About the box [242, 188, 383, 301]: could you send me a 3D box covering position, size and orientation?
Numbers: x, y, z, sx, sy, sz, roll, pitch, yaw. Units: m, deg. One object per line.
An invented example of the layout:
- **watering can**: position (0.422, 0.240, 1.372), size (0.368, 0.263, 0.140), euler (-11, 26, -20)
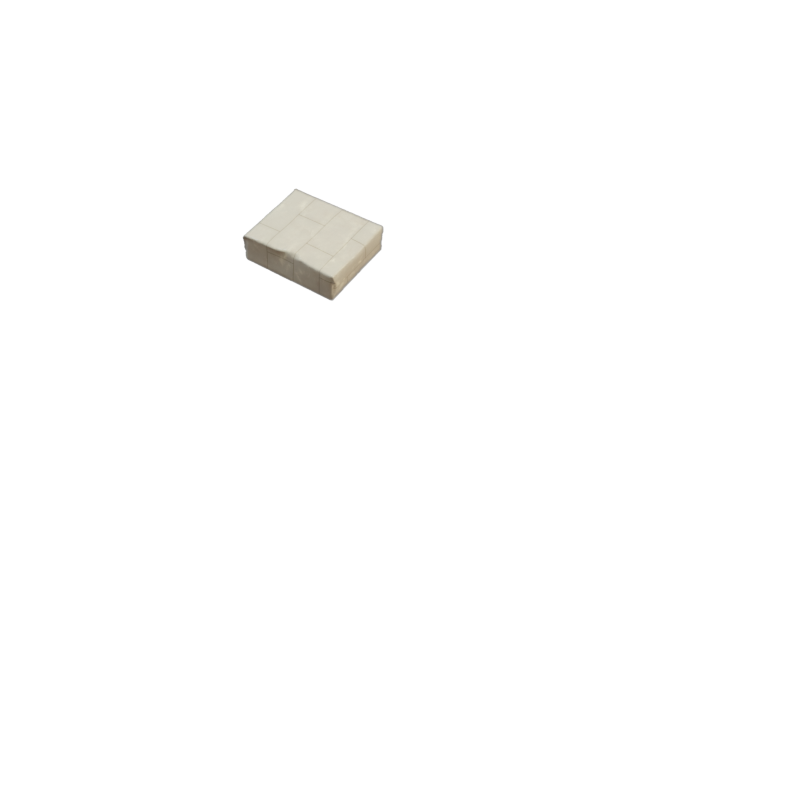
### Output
- **box**: position (-0.070, -0.128, 0.894), size (0.094, 0.028, 0.075), euler (26, 52, 23)
